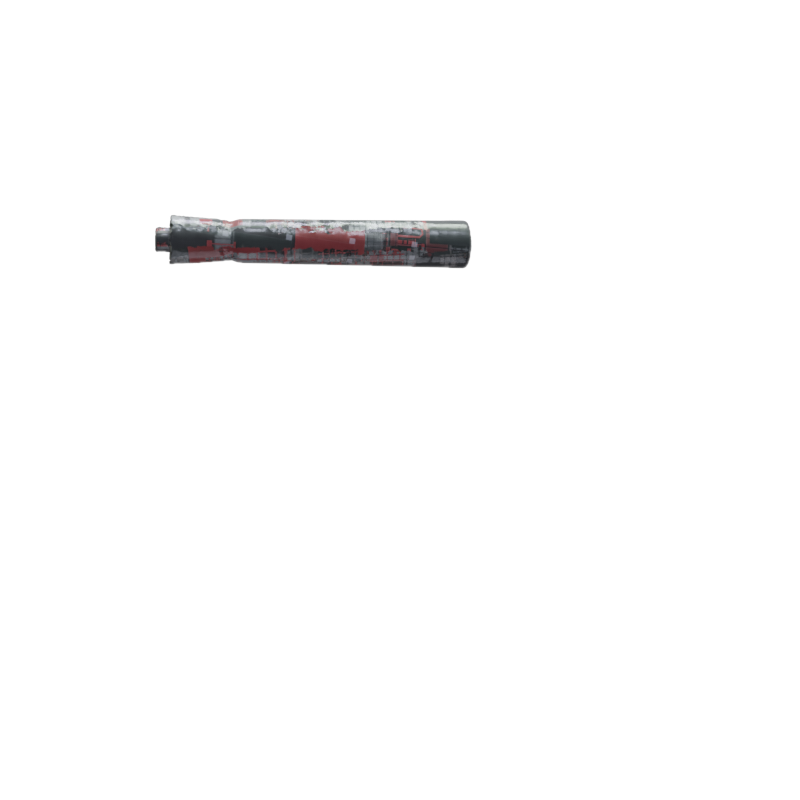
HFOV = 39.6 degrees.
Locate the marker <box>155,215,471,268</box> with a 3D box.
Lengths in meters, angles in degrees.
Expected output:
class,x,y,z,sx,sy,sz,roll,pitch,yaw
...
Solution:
class,x,y,z,sx,sy,sz,roll,pitch,yaw
marker,-0.034,-0.061,0.429,0.120,0.020,0.020,0,4,-7
